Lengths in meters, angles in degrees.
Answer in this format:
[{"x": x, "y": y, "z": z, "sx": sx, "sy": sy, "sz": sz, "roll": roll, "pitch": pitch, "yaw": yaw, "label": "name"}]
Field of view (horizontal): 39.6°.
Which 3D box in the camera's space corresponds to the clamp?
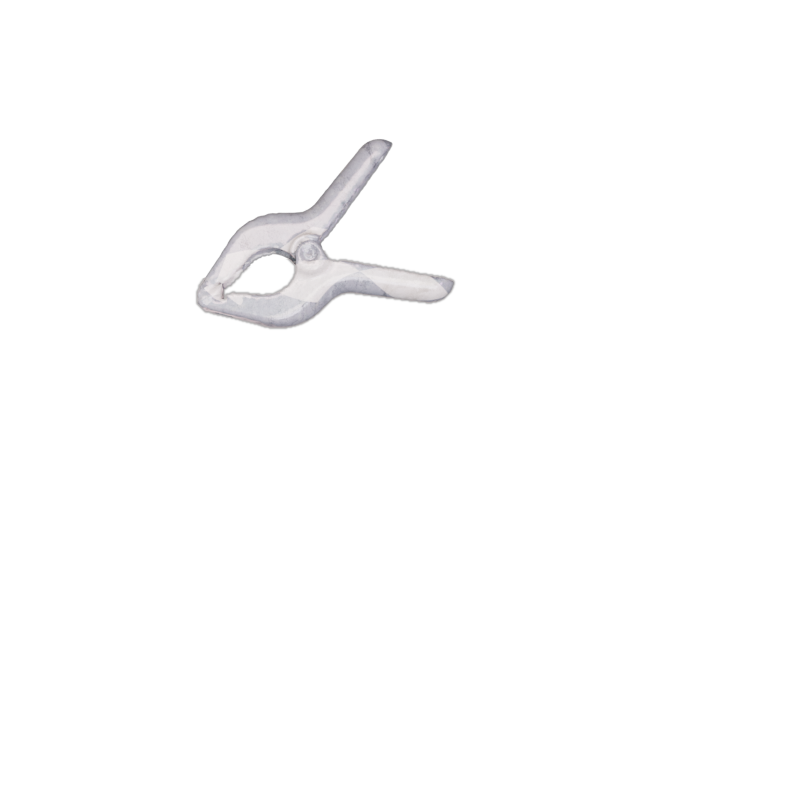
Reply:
[{"x": -0.059, "y": -0.108, "z": 0.758, "sx": 0.171, "sy": 0.126, "sz": 0.038, "roll": -13, "pitch": -18, "yaw": -5, "label": "clamp"}]
